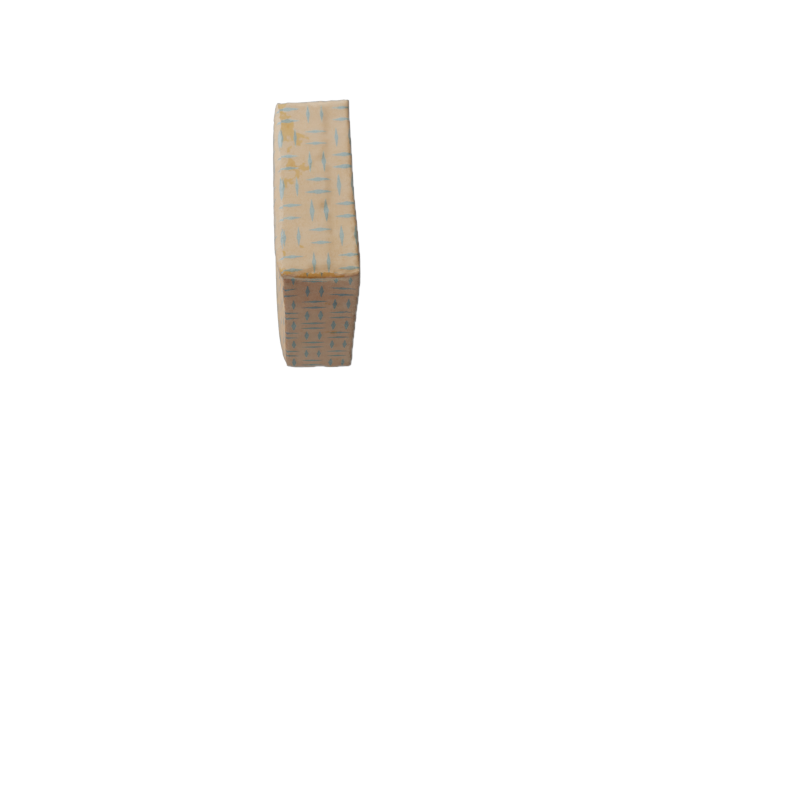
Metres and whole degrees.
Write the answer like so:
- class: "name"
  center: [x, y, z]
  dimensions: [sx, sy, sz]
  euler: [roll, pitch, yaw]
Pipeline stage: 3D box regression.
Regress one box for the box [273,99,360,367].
- class: "box"
  center: [-0.077, -0.141, 0.988]
  dimensions: [0.071, 0.173, 0.203]
  euler: [-2, -22, -5]
